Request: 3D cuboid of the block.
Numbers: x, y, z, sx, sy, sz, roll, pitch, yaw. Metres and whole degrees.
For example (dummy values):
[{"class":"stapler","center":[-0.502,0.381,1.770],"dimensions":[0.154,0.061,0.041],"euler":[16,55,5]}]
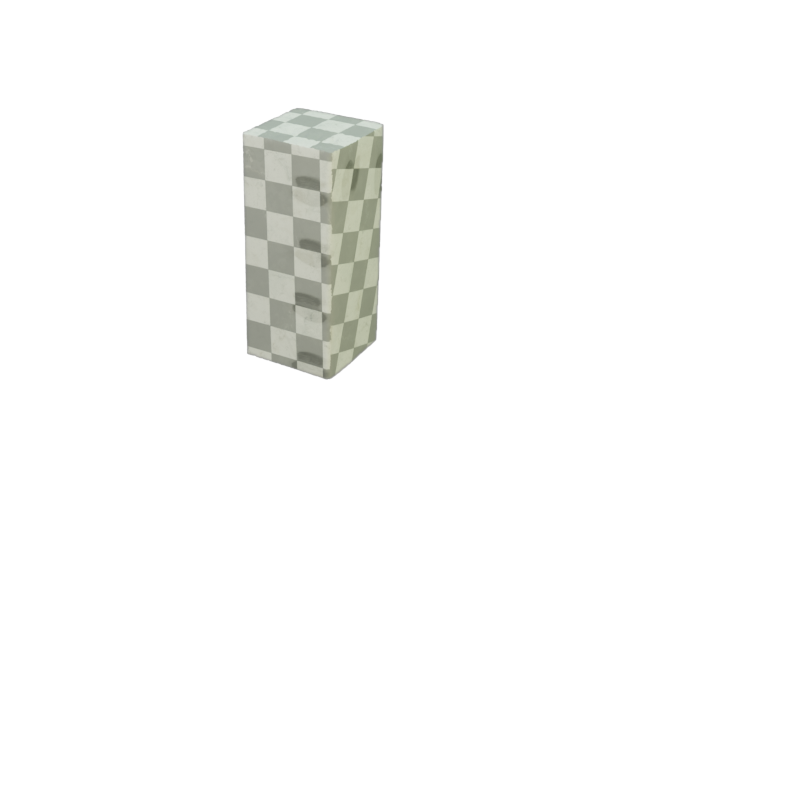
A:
[{"class":"block","center":[-0.075,-0.137,0.961],"dimensions":[0.095,0.195,0.091],"euler":[15,29,26]}]
